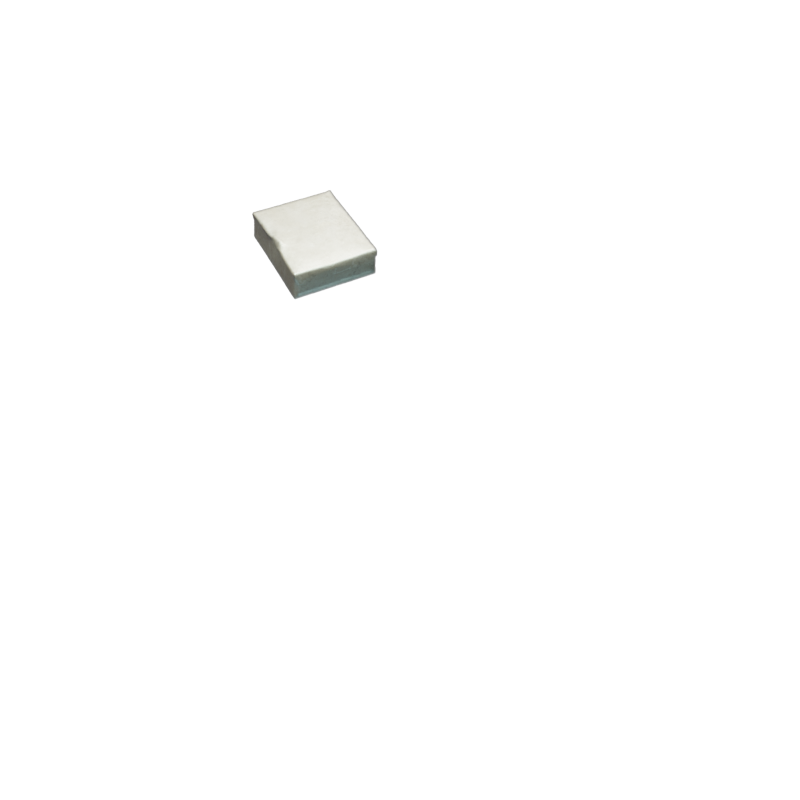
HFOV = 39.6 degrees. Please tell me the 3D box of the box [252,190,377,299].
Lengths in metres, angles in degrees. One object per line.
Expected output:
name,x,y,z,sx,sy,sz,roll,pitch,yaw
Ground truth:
box,-0.071,-0.129,0.906,0.072,0.028,0.097,-19,48,-18
